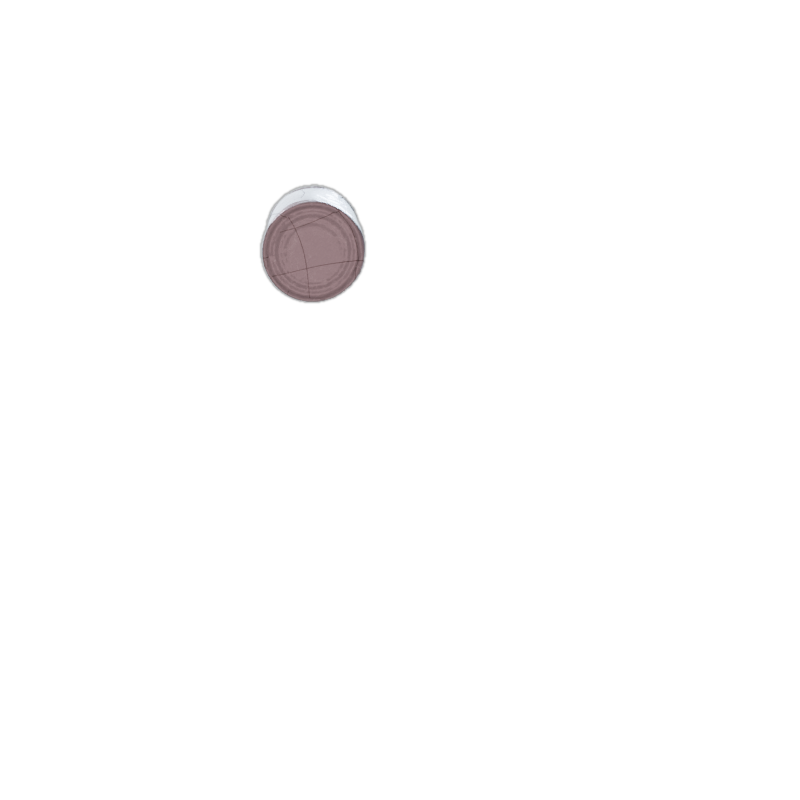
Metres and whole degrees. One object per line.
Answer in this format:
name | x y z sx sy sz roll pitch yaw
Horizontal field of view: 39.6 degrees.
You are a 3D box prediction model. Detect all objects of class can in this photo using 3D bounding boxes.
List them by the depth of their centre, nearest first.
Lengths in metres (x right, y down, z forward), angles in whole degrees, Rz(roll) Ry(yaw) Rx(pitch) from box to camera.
can | -0.059 -0.108 0.753 0.068 0.067 0.105 0 13 -3
